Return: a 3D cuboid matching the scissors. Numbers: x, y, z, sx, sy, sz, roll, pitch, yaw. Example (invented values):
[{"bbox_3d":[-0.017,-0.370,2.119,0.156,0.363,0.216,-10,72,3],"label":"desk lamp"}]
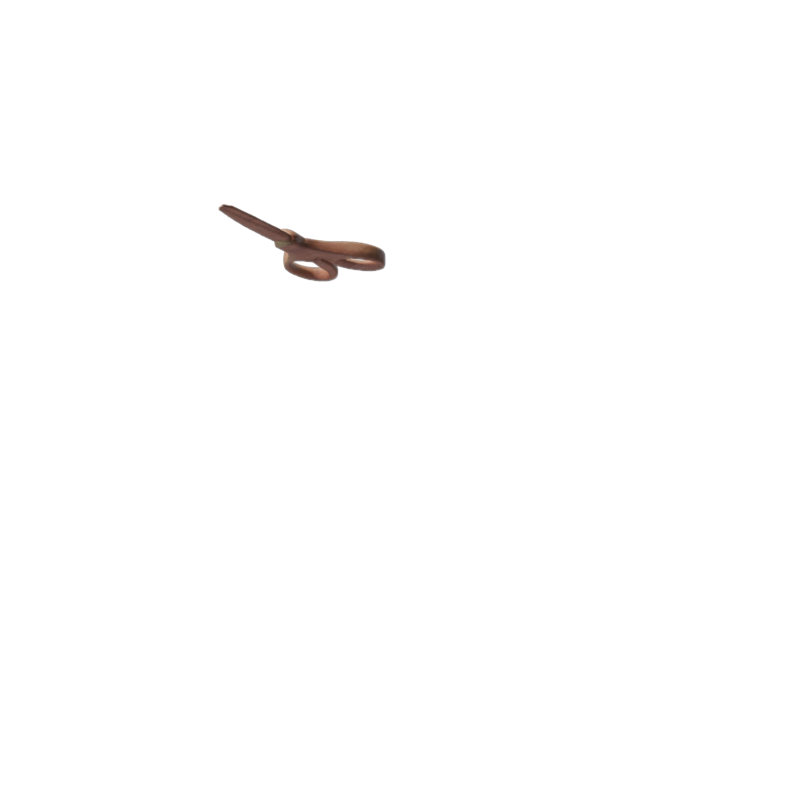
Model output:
[{"bbox_3d":[-0.069,-0.126,0.879,0.097,0.016,0.193,-1,-9,9],"label":"scissors"}]
